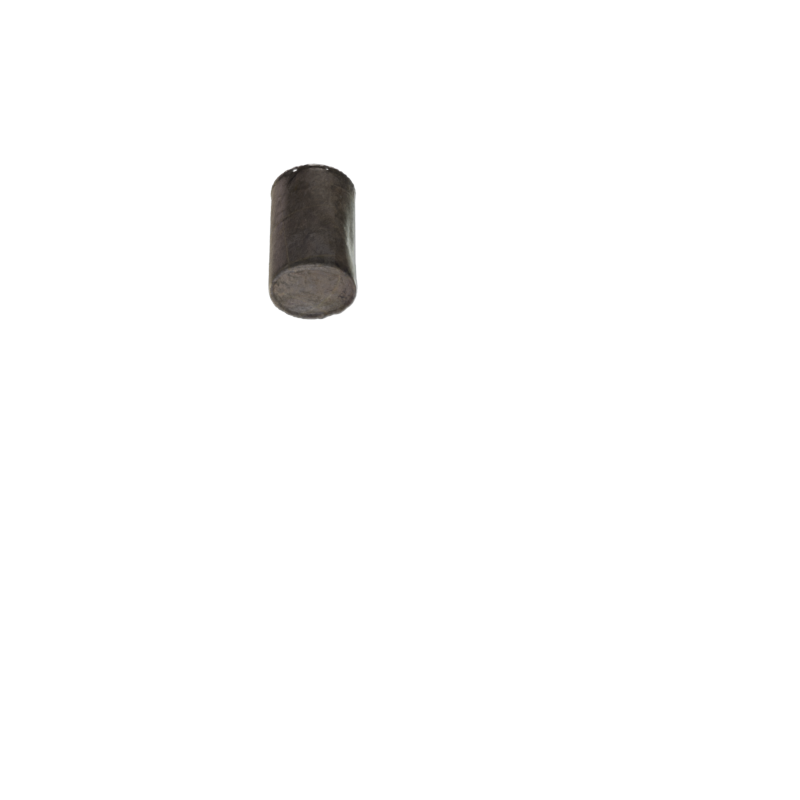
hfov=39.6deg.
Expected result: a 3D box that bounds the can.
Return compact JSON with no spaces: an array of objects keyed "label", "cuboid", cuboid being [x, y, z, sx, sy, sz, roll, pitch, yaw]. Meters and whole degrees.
[{"label":"can","cuboid":[-0.066,-0.121,0.848,0.068,0.110,0.064,-1,-38,-3]}]
